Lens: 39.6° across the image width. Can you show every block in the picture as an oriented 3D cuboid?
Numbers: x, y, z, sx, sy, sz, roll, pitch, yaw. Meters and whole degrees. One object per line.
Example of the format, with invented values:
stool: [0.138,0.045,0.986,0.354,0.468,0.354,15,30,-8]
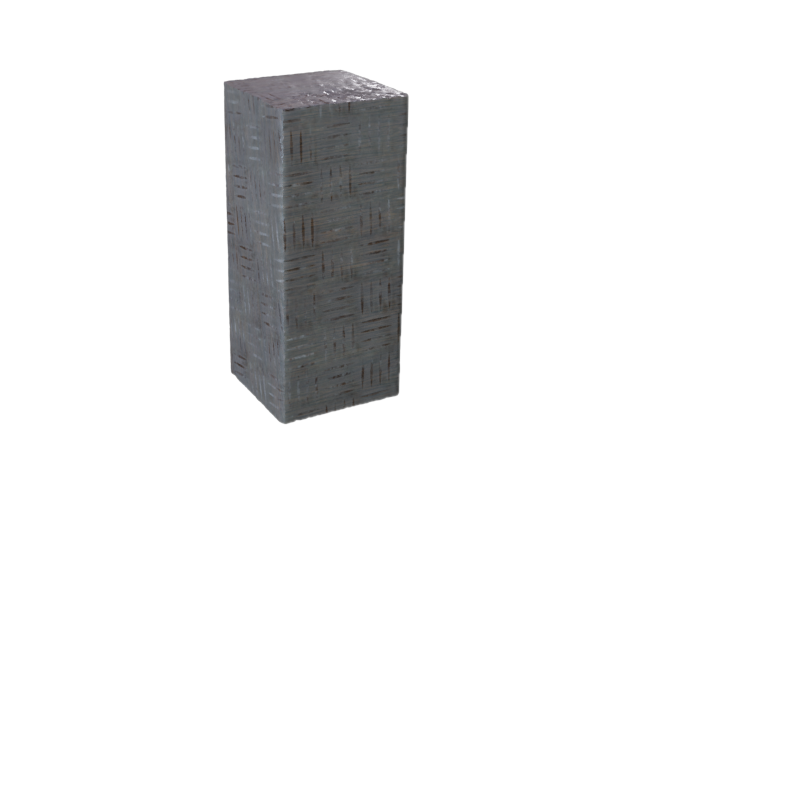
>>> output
block: [-0.057,-0.104,0.728,0.089,0.196,0.096,-11,26,-28]
